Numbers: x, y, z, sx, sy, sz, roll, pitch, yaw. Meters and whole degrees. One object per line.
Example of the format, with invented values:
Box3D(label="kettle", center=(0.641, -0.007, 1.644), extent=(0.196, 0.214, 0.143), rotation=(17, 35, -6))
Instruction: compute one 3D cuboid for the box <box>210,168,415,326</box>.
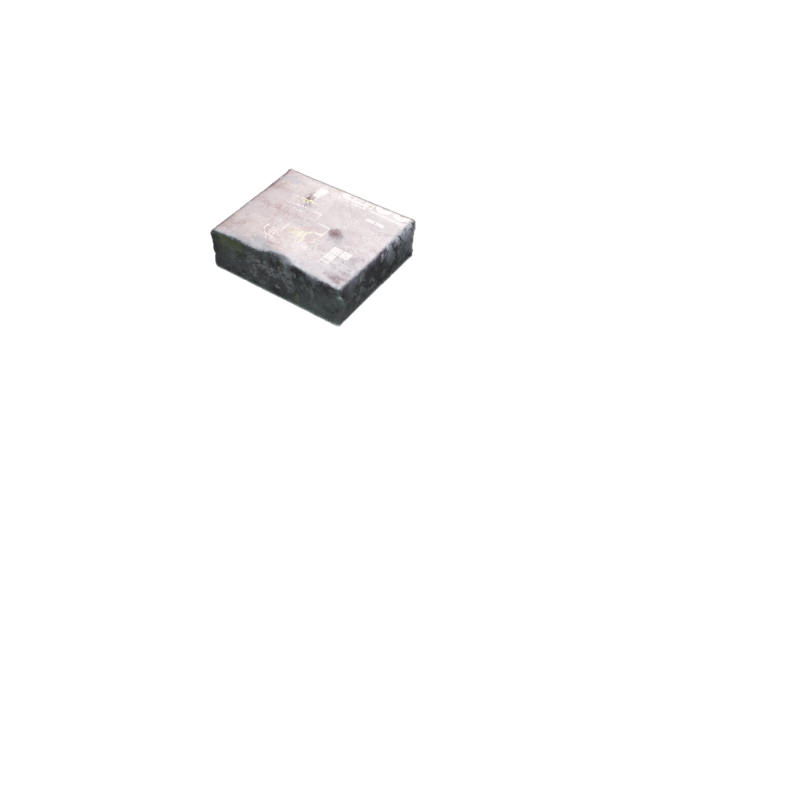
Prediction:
Box3D(label="box", center=(-0.048, -0.088, 0.615), extent=(0.094, 0.028, 0.074), rotation=(26, 49, 25))
